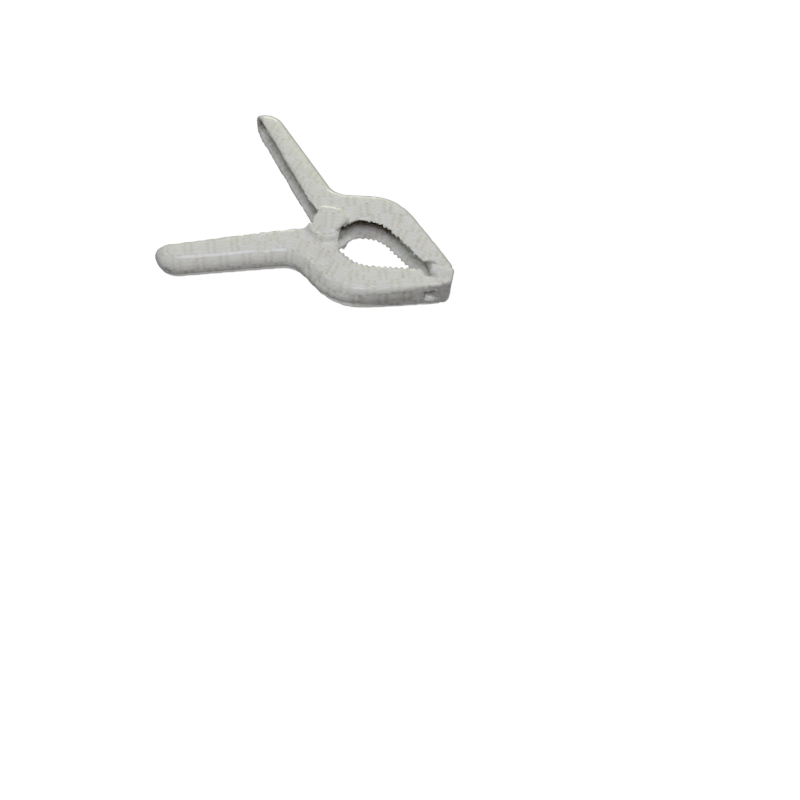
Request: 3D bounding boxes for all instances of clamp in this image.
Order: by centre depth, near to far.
[{"bbox_3d":[-0.064,-0.117,0.820,0.219,0.169,0.034,29,-29,18],"label":"clamp"}]
